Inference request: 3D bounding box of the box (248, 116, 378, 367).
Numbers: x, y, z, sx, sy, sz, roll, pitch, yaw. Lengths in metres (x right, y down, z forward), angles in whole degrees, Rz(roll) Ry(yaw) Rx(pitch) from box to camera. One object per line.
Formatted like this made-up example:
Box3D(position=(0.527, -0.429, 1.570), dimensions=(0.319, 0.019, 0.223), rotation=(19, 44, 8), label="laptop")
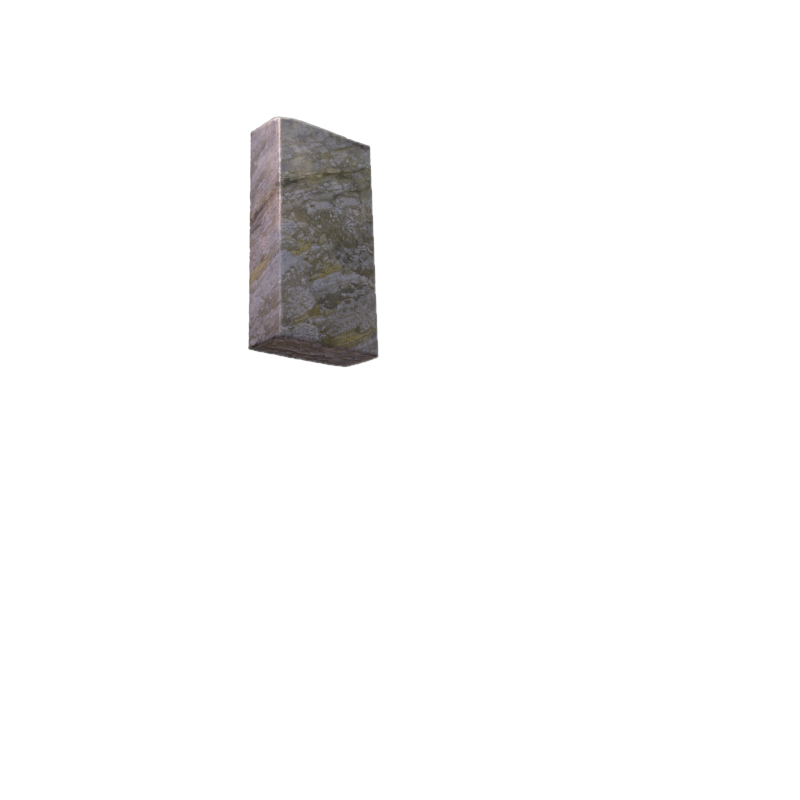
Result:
Box3D(position=(-0.065, -0.118, 0.828), dimensions=(0.088, 0.184, 0.048), rotation=(13, -24, -37), label="box")
